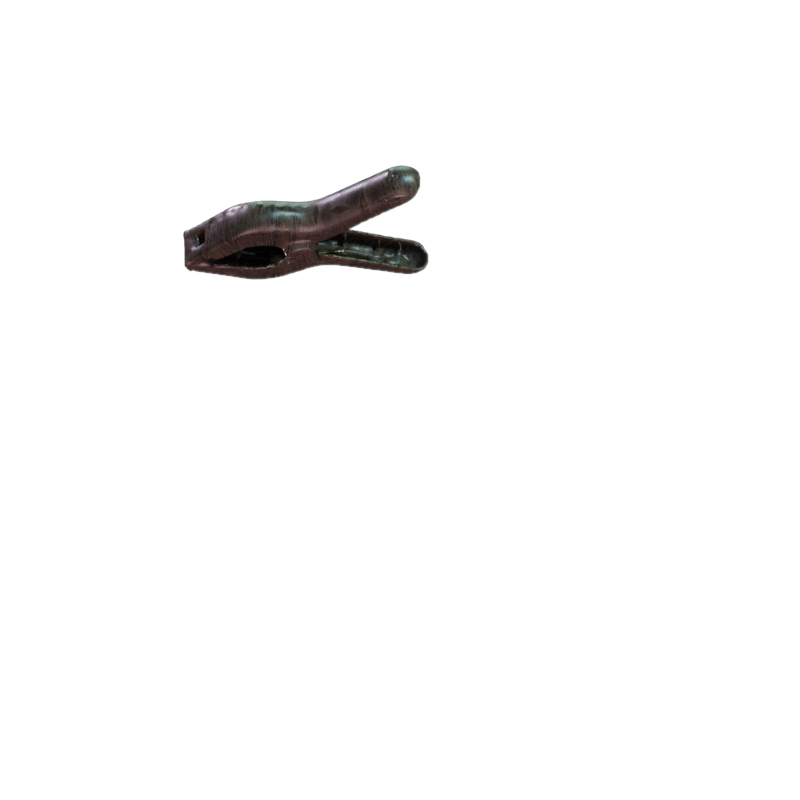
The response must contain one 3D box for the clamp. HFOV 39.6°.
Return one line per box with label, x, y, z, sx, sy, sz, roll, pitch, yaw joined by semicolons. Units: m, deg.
clamp;-0.060;-0.109;0.761;0.173;0.042;0.111;-7;-30;13
